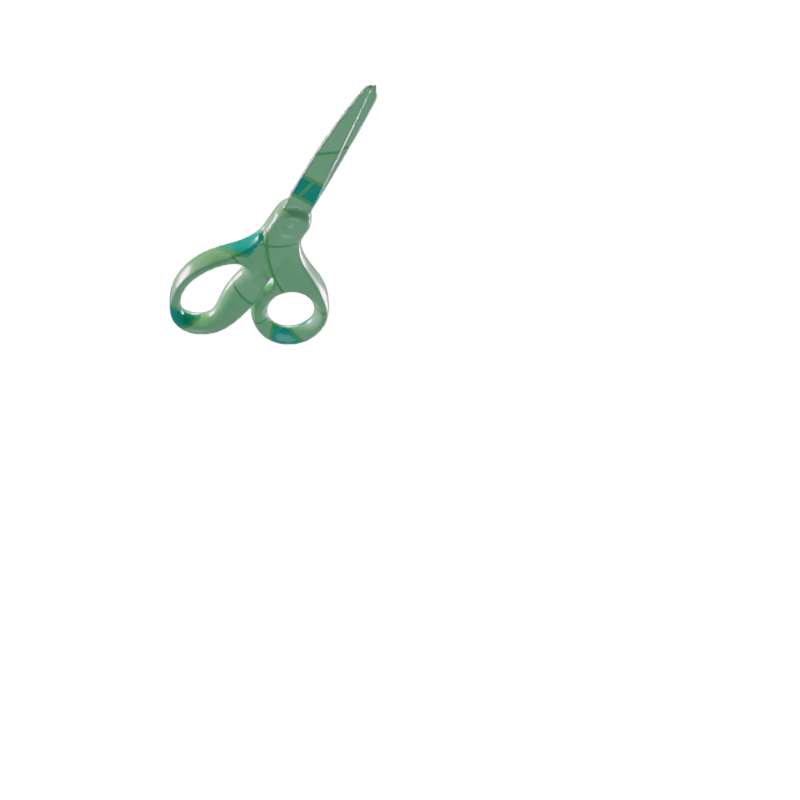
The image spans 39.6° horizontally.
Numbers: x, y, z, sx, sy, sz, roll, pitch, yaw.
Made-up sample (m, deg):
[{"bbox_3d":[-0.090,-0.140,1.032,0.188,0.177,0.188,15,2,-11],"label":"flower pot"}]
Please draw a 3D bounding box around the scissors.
[{"bbox_3d":[-0.045,-0.082,0.573,0.091,0.017,0.200,27,-43,-33],"label":"scissors"}]
